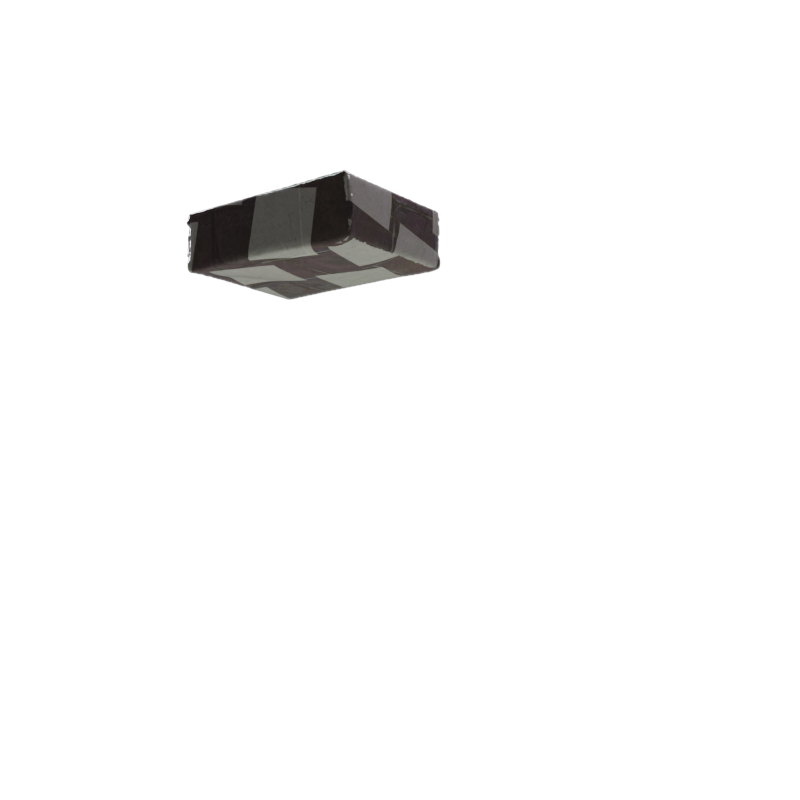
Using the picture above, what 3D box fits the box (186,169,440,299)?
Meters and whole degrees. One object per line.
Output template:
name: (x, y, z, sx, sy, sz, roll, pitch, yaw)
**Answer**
box: (-0.048, -0.088, 0.615, 0.116, 0.040, 0.085, -6, -10, 35)
